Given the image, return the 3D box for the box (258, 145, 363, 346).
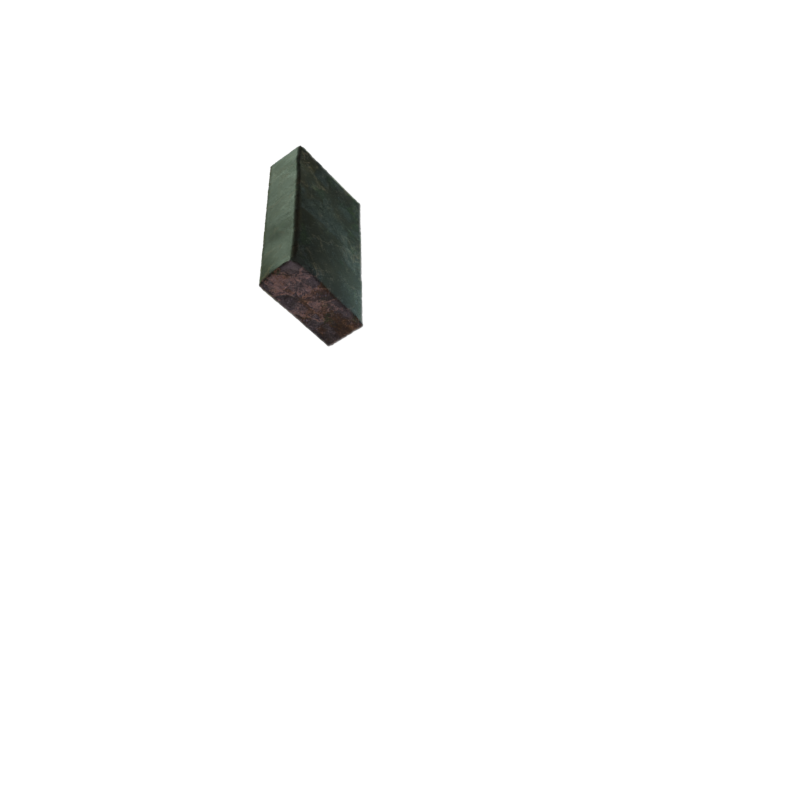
[{"bbox_3d":[-0.077,-0.141,0.987,0.048,0.189,0.087,-34,-56,23],"label":"box"}]
